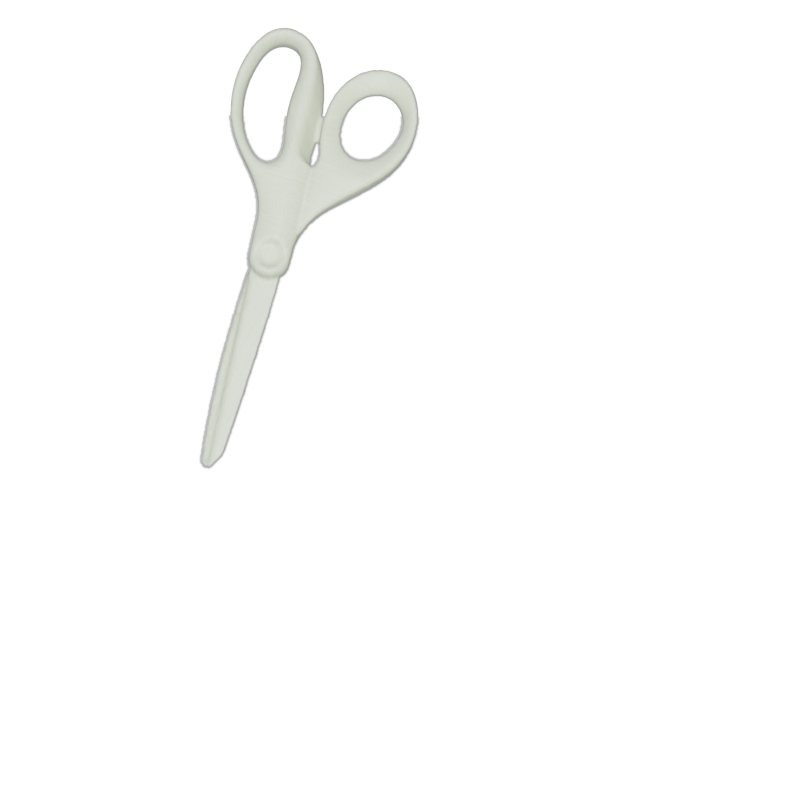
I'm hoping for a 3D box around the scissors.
[{"bbox_3d":[-0.039,-0.072,0.503,0.096,0.207,0.015,0,-11,0],"label":"scissors"}]
